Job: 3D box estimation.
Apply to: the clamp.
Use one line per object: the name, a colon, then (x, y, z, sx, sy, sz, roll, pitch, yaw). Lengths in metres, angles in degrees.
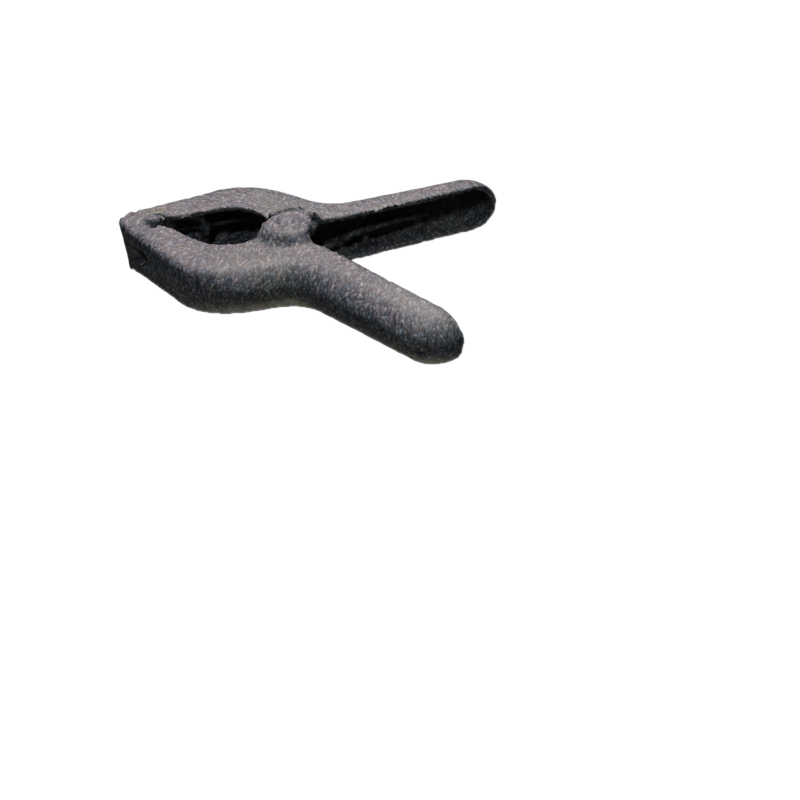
clamp: (-0.039, -0.072, 0.503, 0.177, 0.037, 0.124, 13, 36, 18)
